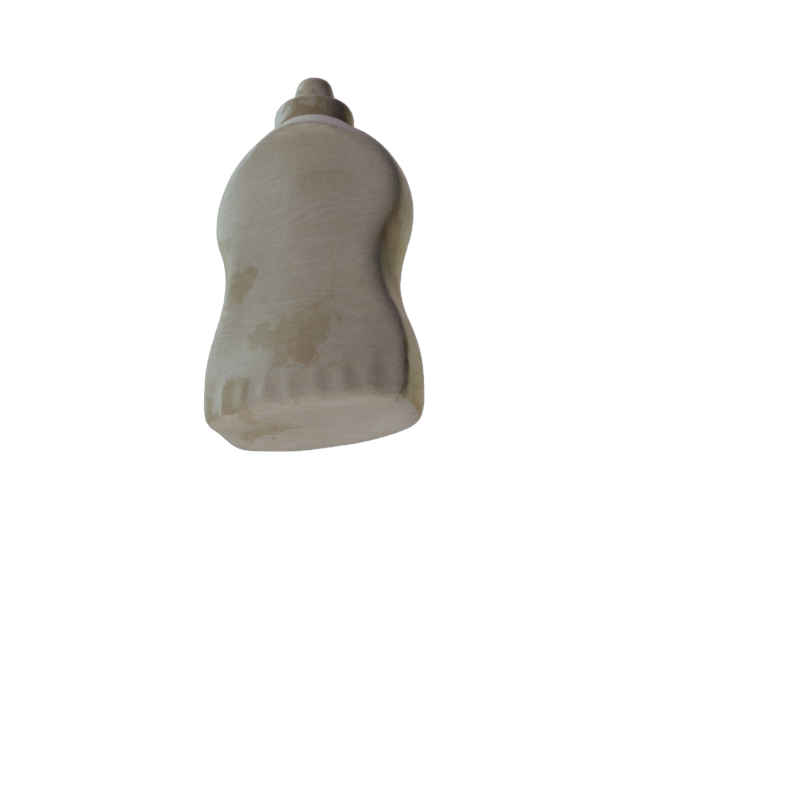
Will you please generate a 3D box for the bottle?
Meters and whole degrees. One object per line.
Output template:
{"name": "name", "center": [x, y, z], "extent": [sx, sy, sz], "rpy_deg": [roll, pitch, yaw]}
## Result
{"name": "bottle", "center": [-0.041, -0.076, 0.532], "extent": [0.097, 0.204, 0.054], "rpy_deg": [-12, -30, 18]}
